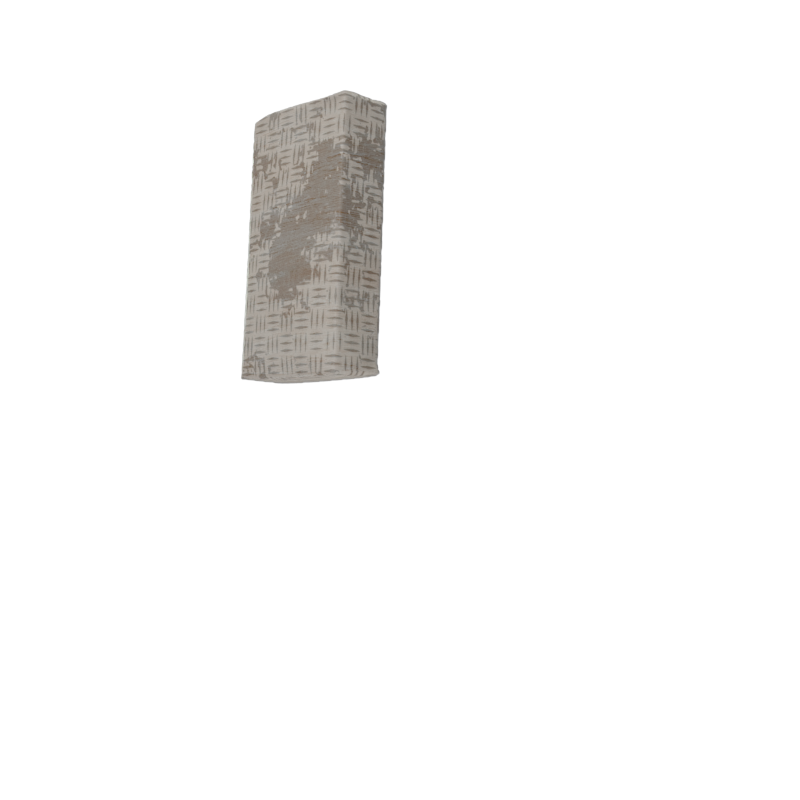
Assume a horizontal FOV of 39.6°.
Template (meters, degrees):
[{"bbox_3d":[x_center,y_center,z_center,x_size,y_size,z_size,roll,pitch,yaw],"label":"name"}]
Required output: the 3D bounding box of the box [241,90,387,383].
[{"bbox_3d":[-0.056,-0.101,0.708,0.046,0.181,0.096,9,-12,-44],"label":"box"}]
